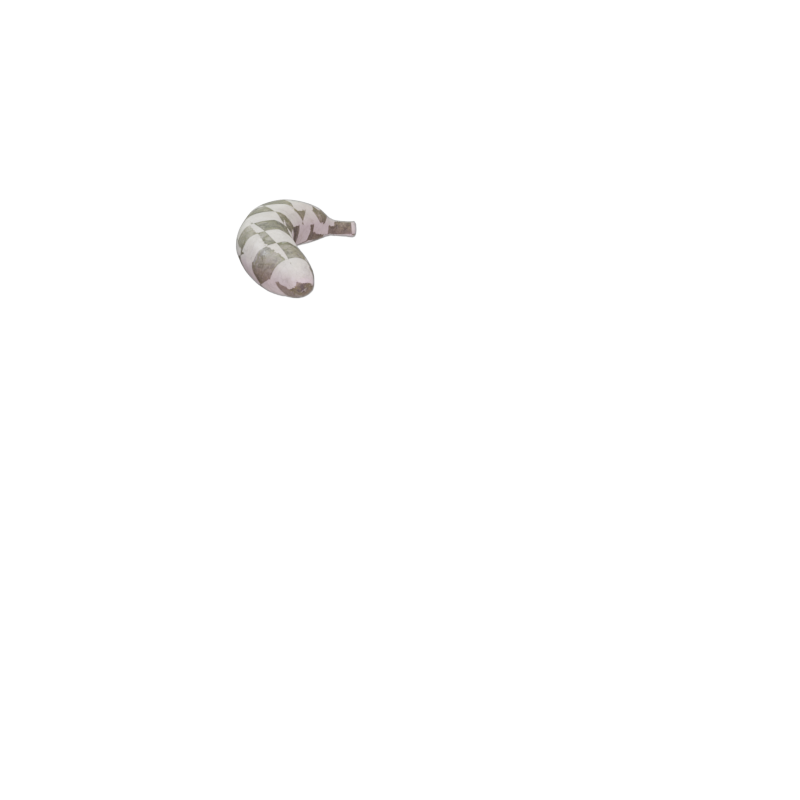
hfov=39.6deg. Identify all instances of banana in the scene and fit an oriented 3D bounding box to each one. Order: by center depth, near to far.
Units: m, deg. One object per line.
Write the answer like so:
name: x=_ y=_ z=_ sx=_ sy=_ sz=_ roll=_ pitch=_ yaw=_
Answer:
banana: x=-0.076 y=-0.108 z=0.742 sx=0.070 sy=0.035 sz=0.203 roll=2 pitch=20 yaw=6
